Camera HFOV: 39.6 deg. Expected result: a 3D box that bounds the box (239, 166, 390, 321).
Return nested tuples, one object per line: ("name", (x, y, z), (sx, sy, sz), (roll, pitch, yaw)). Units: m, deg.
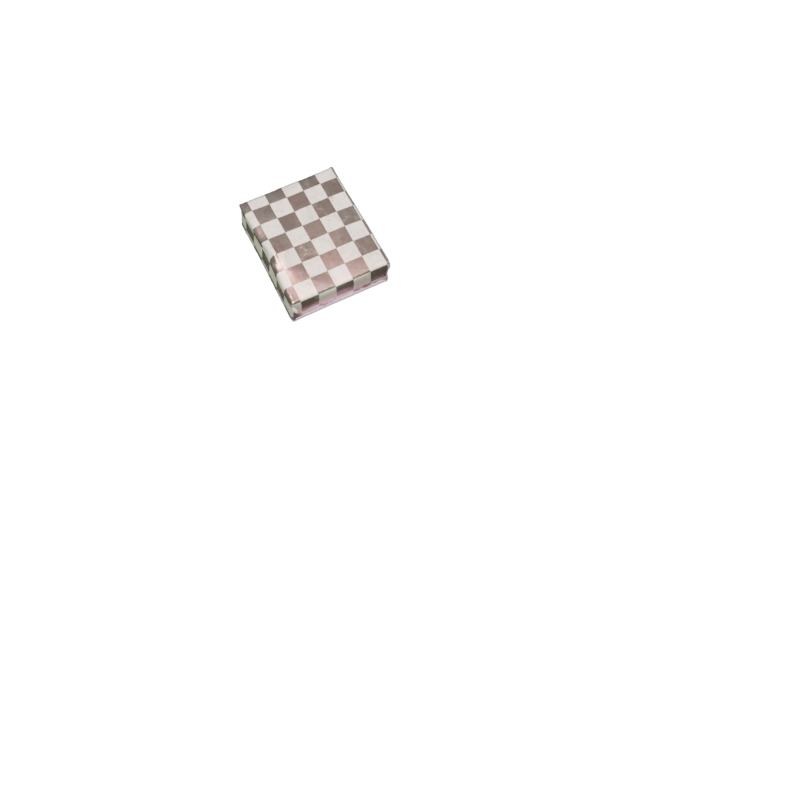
("box", (-0.059, -0.108, 0.758), (0.073, 0.095, 0.028), (-24, -25, -12))
